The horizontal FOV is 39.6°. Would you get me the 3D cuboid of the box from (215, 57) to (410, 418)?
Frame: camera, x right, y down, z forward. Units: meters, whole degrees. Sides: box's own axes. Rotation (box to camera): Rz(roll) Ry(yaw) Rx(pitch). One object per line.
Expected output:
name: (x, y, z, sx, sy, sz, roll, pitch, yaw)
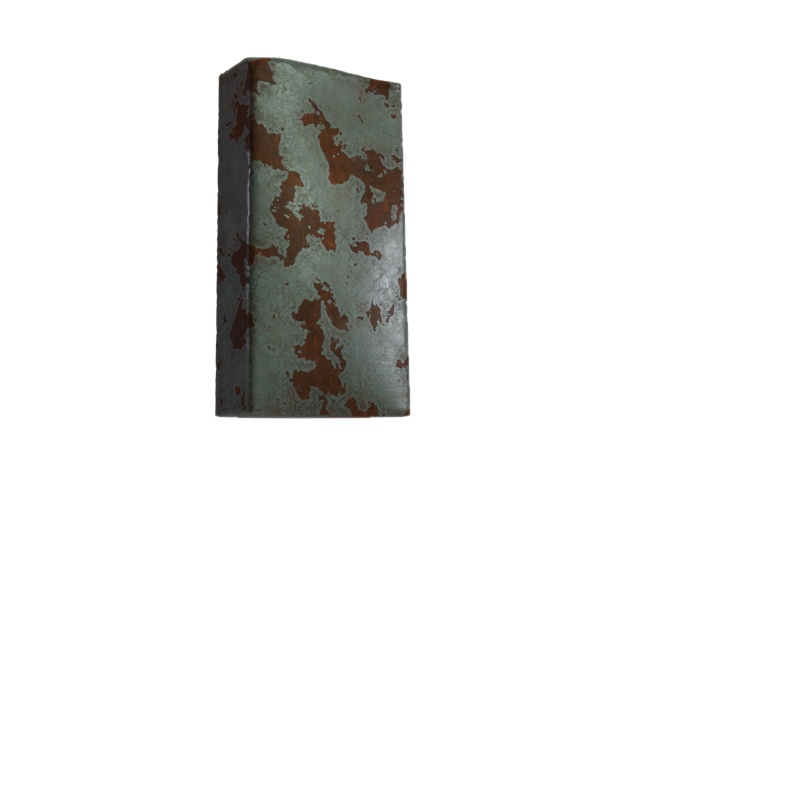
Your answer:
box: (-0.044, -0.080, 0.560, 0.090, 0.180, 0.049, 4, -11, -32)
